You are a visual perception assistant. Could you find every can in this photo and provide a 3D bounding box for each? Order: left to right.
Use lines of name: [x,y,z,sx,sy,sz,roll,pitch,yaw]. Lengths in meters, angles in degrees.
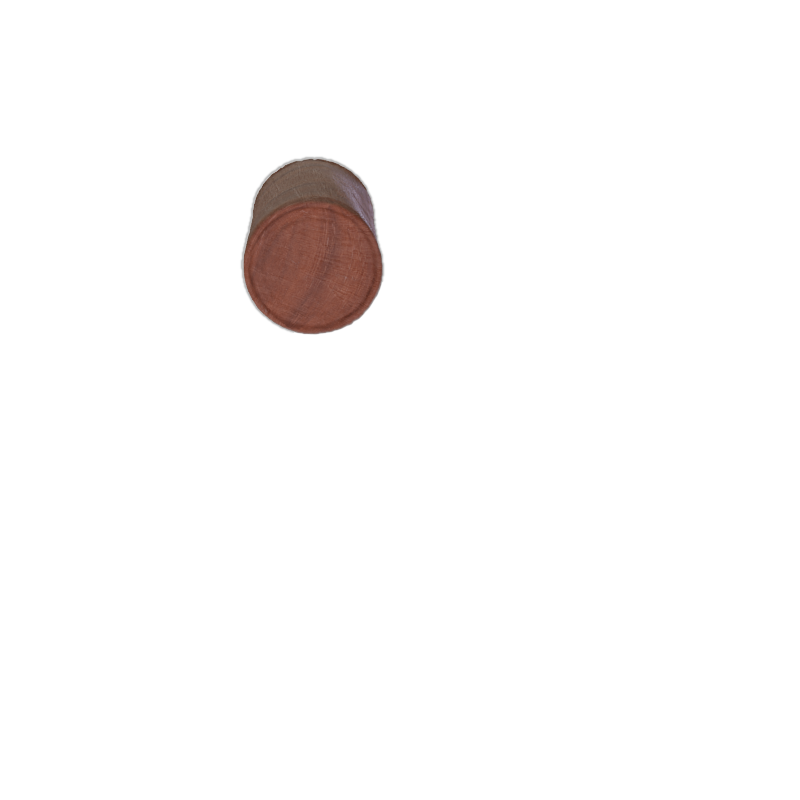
can: [-0.044,-0.081,0.565,0.068,0.066,0.107,0,20,-3]
